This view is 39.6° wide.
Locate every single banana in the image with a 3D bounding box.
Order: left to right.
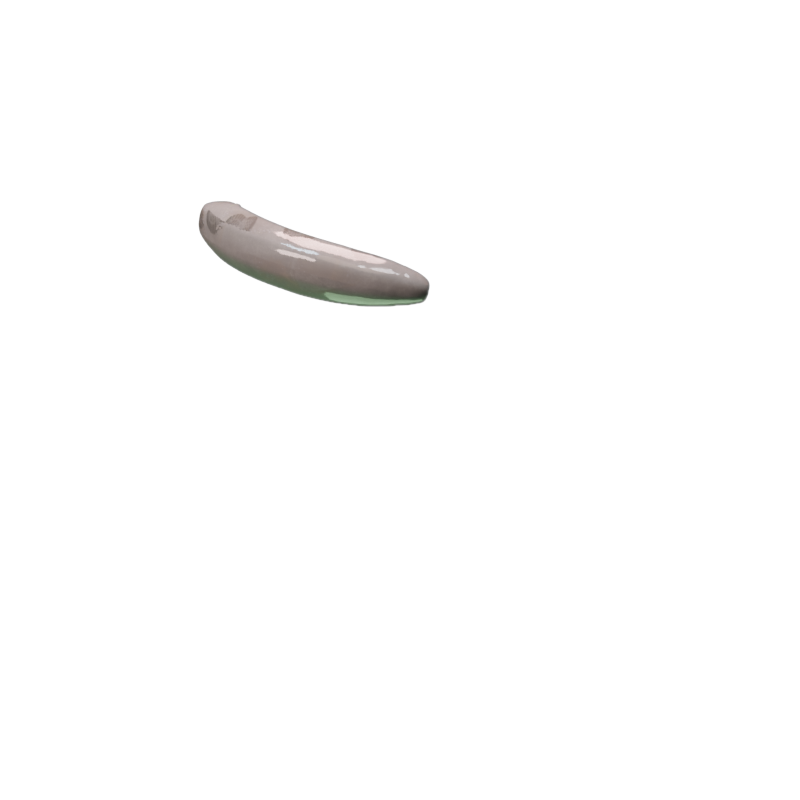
[{"bbox_3d":[-0.073,-0.099,0.717,0.069,0.035,0.211,-24,38,-36],"label":"banana"}]
